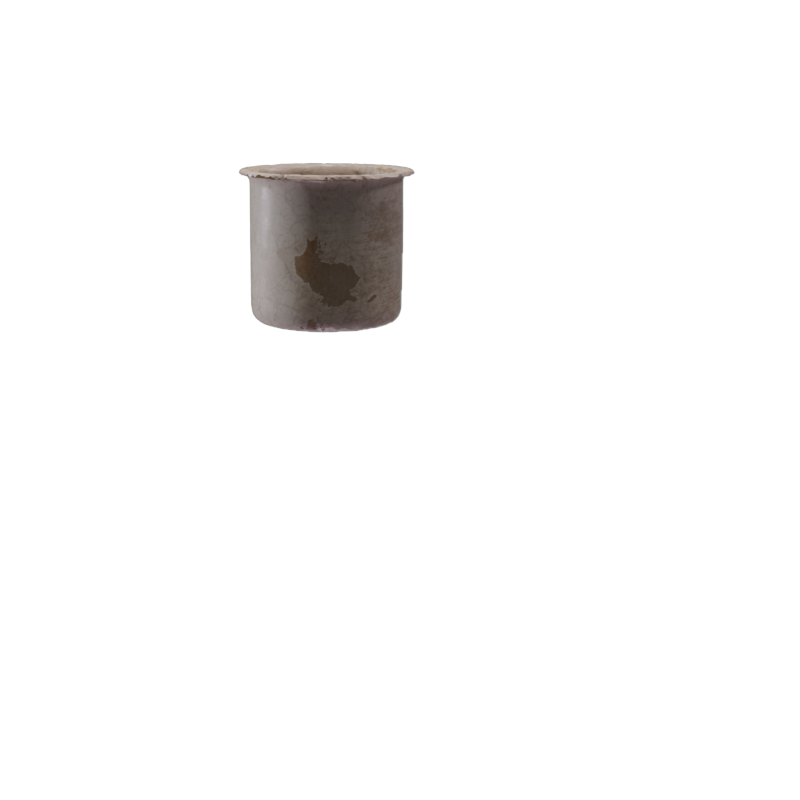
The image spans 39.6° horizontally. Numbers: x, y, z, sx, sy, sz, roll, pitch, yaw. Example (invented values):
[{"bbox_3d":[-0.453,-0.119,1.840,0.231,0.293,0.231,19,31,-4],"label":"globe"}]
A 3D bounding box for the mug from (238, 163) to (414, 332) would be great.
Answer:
[{"bbox_3d":[-0.047,-0.086,0.604,0.091,0.080,0.124,-9,17,-37],"label":"mug"}]
